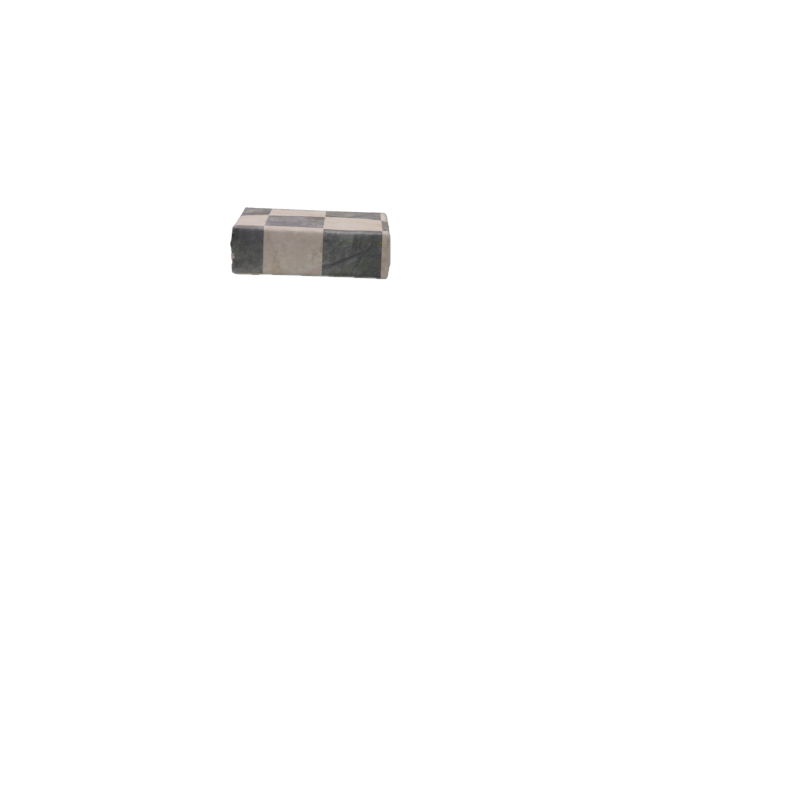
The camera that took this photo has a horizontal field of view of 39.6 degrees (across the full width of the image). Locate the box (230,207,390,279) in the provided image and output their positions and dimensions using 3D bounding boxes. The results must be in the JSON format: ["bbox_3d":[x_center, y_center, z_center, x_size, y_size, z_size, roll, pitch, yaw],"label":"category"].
[{"bbox_3d":[-0.064,-0.116,0.812,0.114,0.038,0.093,0,16,0],"label":"box"}]
